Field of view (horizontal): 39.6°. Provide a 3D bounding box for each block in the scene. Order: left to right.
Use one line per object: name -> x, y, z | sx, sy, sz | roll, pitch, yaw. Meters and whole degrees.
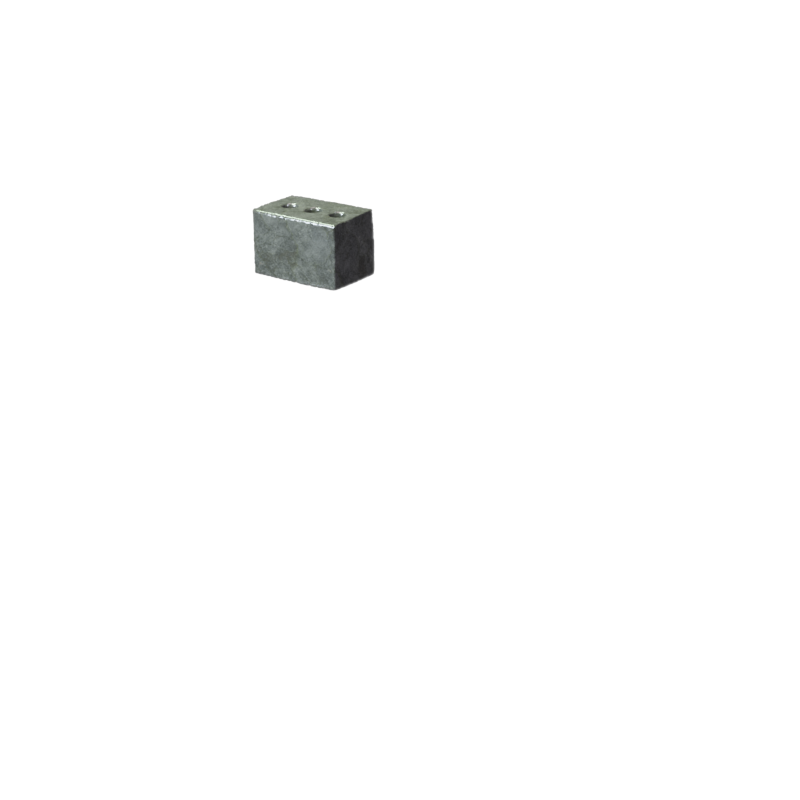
block -> -0.065, -0.119, 0.833 | 0.082, 0.049, 0.052 | 14, 25, 31
